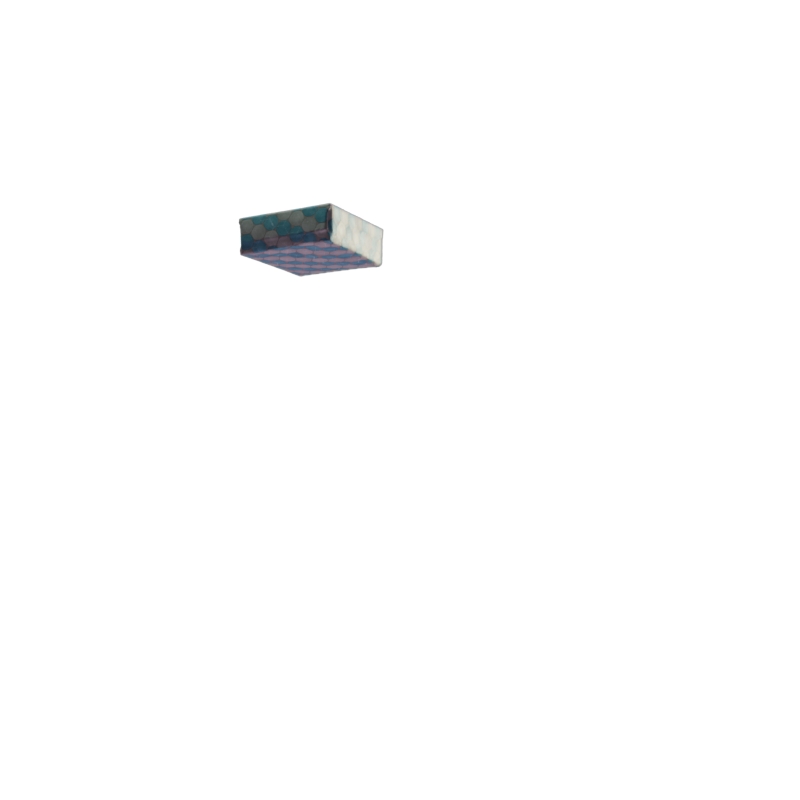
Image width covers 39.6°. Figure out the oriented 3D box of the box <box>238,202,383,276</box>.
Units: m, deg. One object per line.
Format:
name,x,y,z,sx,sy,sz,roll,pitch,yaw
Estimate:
box,-0.077,-0.140,0.982,0.092,0.040,0.108,-4,-9,25
